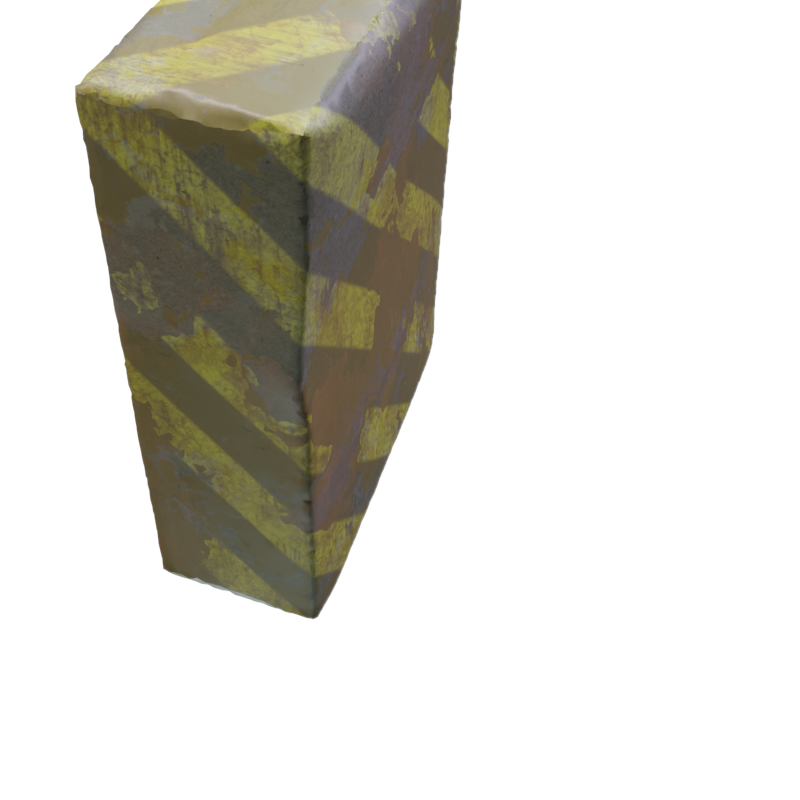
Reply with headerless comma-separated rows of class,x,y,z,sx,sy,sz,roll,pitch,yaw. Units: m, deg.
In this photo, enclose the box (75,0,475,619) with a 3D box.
box,-0.031,-0.056,0.390,0.073,0.199,0.172,14,46,10
